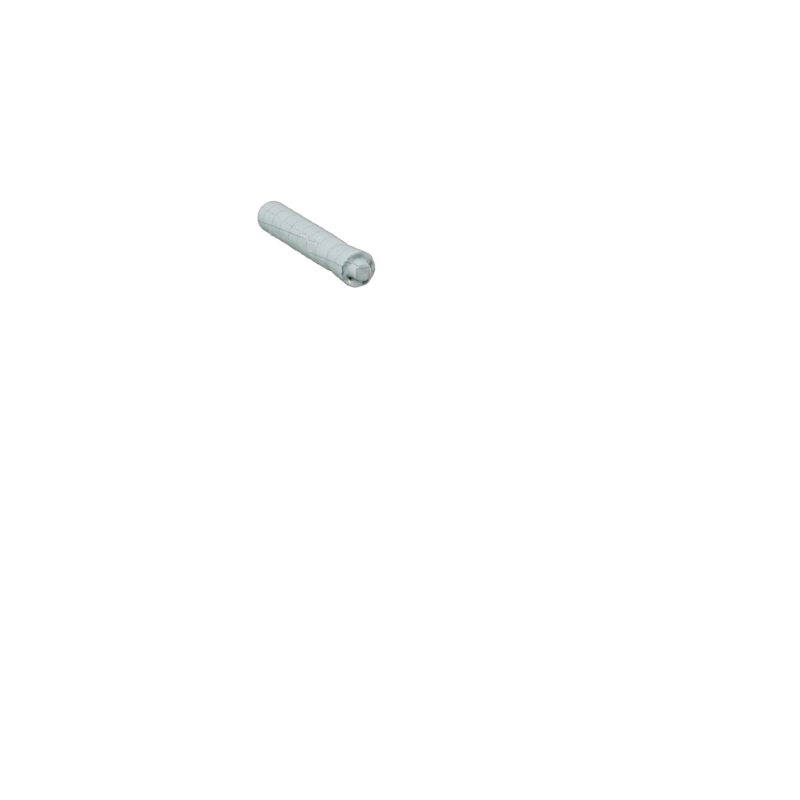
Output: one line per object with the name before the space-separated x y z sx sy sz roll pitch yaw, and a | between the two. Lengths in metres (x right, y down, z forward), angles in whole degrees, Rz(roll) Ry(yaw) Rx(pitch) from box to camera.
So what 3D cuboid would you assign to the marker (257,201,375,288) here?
marker | -0.046 -0.084 0.589 0.019 0.019 0.129 -2 21 -27
